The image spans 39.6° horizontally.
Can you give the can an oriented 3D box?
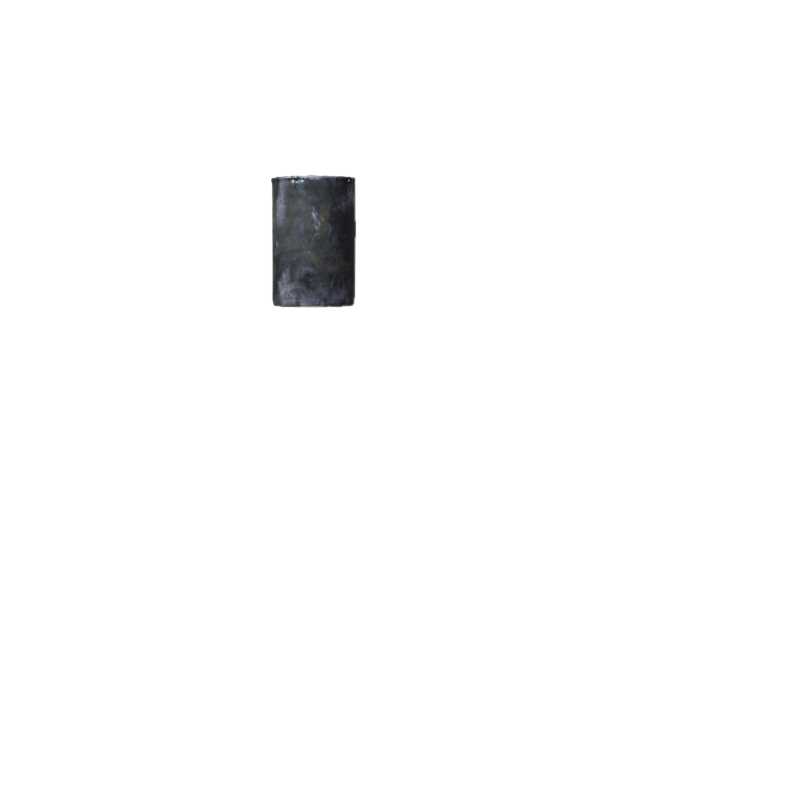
[{"bbox_3d":[-0.069,-0.126,0.886,0.068,0.102,0.069,0,2,-2],"label":"can"}]
